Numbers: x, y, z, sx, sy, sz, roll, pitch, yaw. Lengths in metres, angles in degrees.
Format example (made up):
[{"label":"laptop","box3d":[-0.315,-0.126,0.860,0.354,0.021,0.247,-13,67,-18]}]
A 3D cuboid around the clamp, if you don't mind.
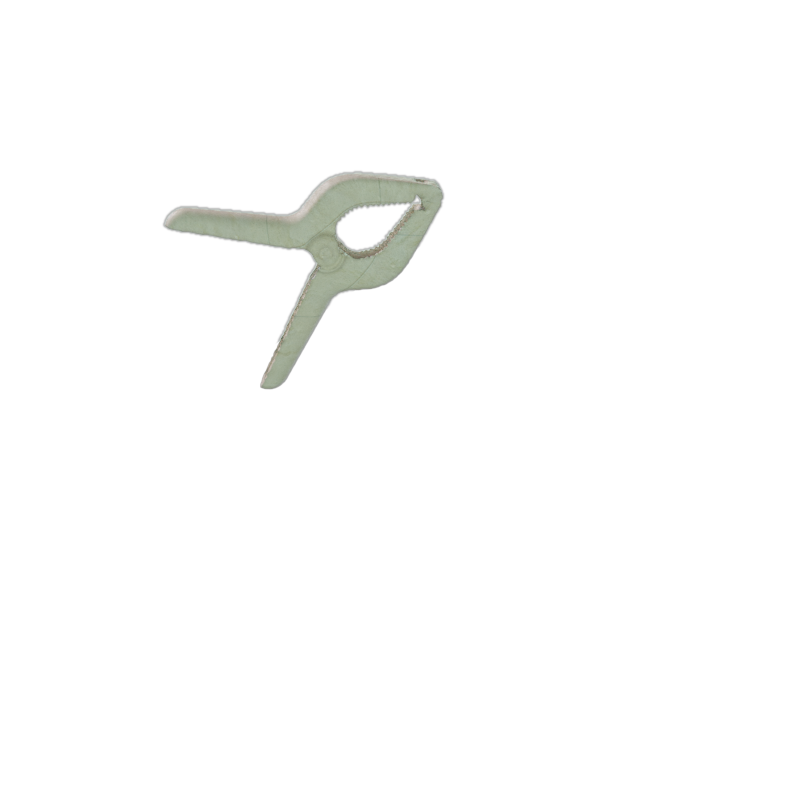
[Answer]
[{"label":"clamp","box3d":[-0.068,-0.123,0.865,0.209,0.159,0.038,-33,14,9]}]
